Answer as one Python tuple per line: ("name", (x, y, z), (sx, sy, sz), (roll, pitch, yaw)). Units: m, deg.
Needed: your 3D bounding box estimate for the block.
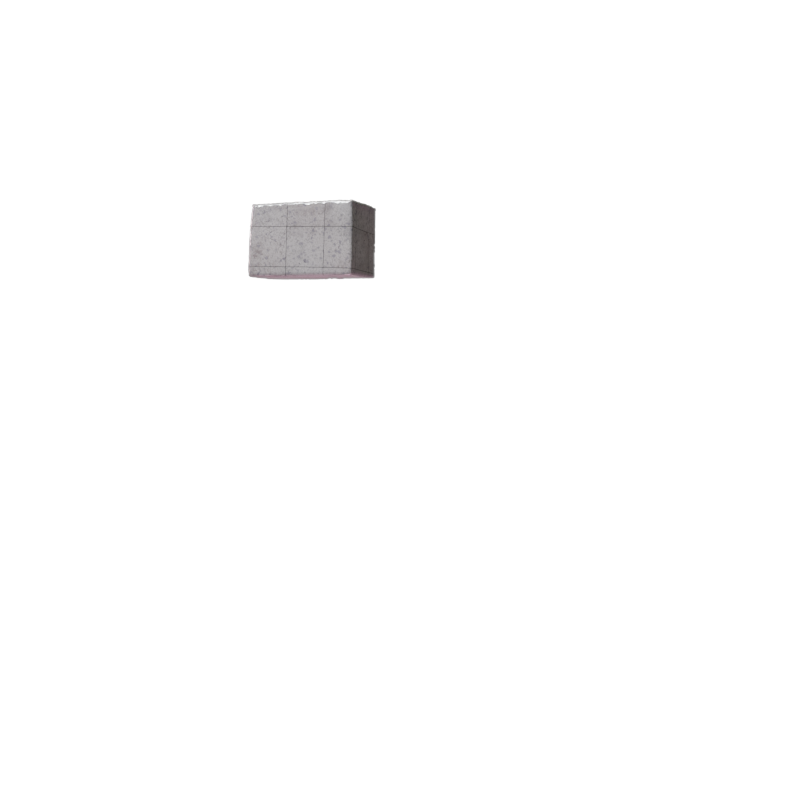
("block", (-0.061, -0.112, 0.783), (0.080, 0.052, 0.051), (0, -1, 20))
